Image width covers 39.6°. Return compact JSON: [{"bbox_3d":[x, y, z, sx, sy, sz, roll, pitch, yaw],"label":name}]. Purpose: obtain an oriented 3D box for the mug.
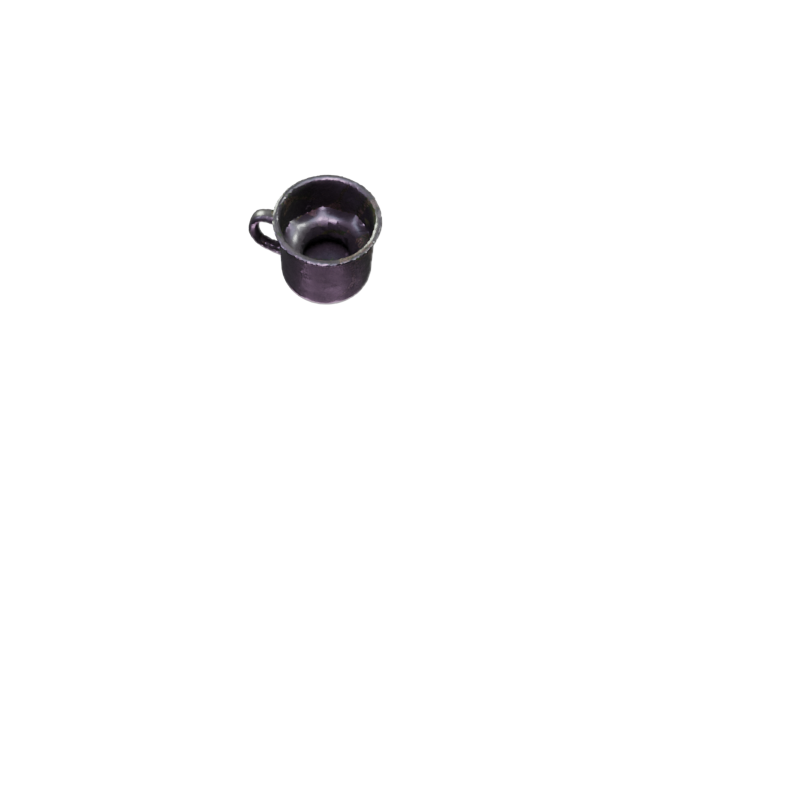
[{"bbox_3d":[-0.076,-0.139,0.971,0.118,0.098,0.077,11,-29,5],"label":"mug"}]
